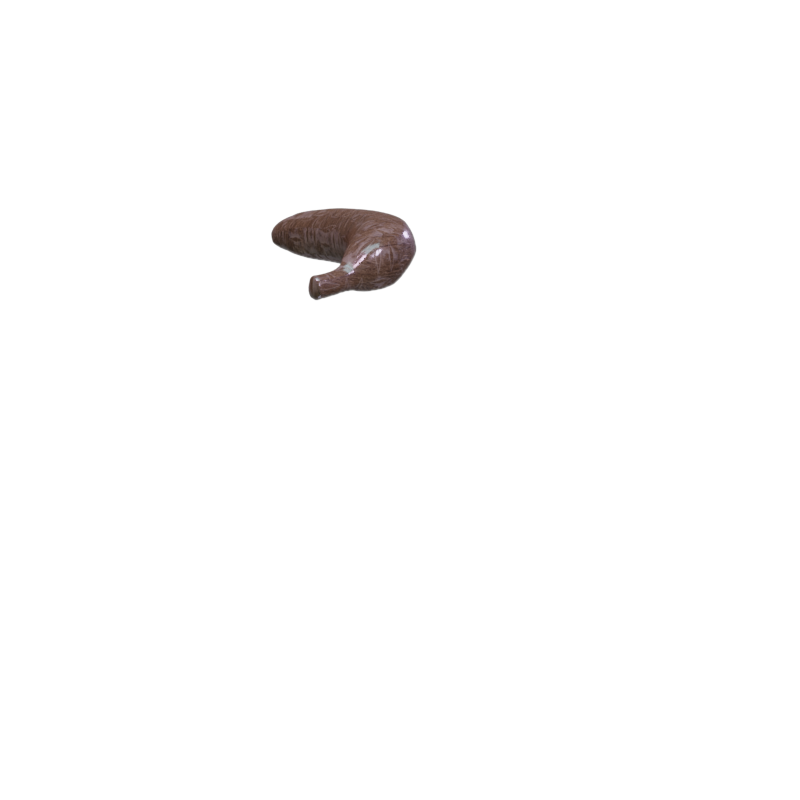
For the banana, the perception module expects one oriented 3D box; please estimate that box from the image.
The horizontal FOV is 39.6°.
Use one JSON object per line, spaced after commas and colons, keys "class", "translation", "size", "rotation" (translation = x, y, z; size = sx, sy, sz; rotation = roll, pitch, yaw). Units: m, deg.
{"class": "banana", "translation": [-0.032, -0.092, 0.646], "size": [0.069, 0.036, 0.205], "rotation": [-2, 14, -11]}
